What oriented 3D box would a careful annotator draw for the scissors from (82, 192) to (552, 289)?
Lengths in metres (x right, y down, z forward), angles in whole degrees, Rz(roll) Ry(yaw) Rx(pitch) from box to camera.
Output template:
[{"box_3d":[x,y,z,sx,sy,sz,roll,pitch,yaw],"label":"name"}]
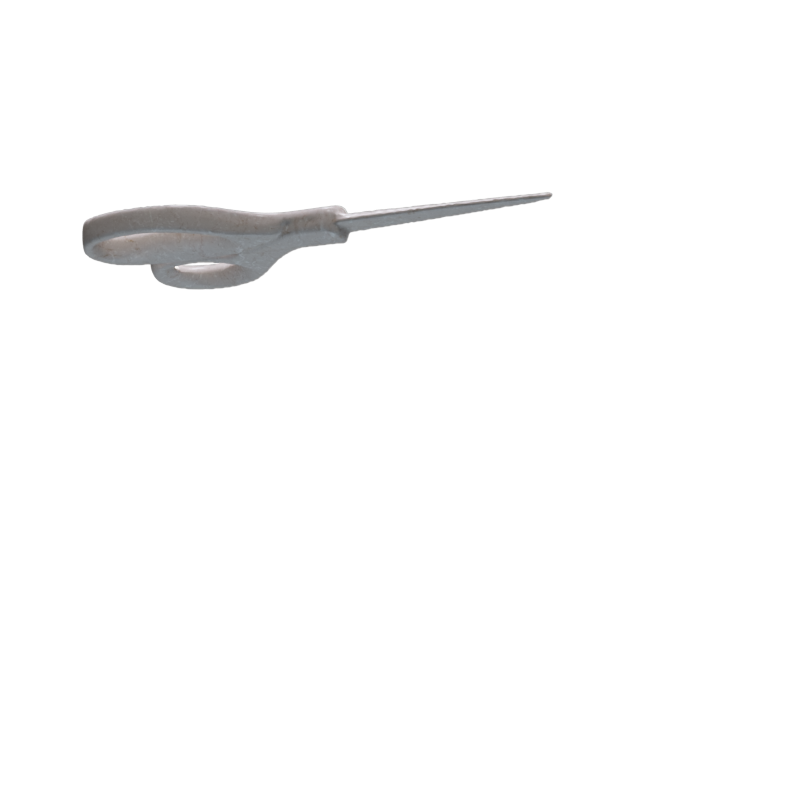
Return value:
[{"box_3d":[-0.039,-0.071,0.494,0.203,0.016,0.092,-1,-11,5],"label":"scissors"}]
